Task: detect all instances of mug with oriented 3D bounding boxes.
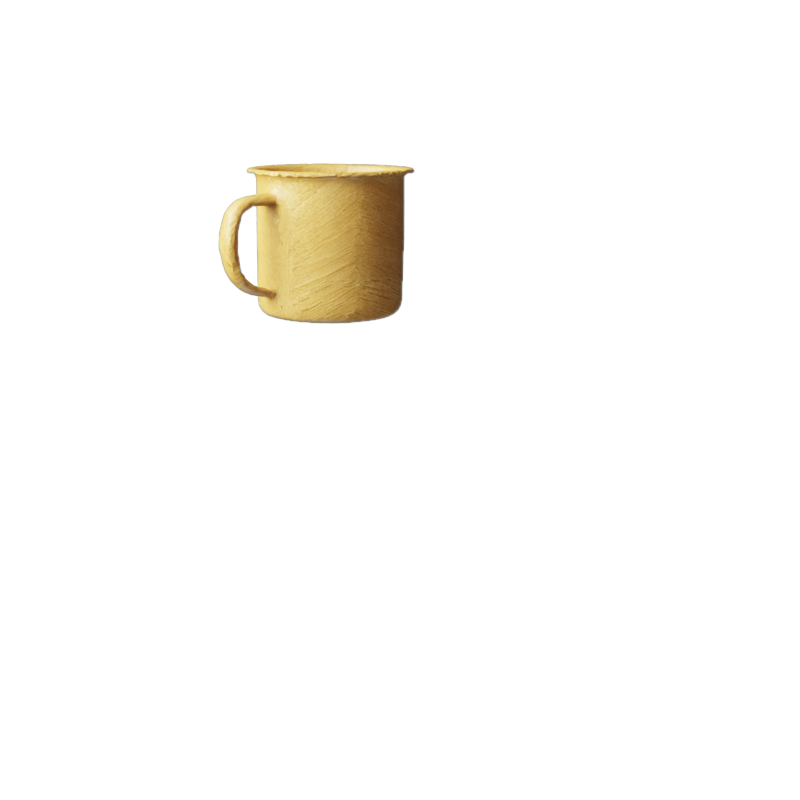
[{"bbox_3d":[-0.048,-0.087,0.613,0.114,0.080,0.098,-10,16,-40],"label":"mug"}]
